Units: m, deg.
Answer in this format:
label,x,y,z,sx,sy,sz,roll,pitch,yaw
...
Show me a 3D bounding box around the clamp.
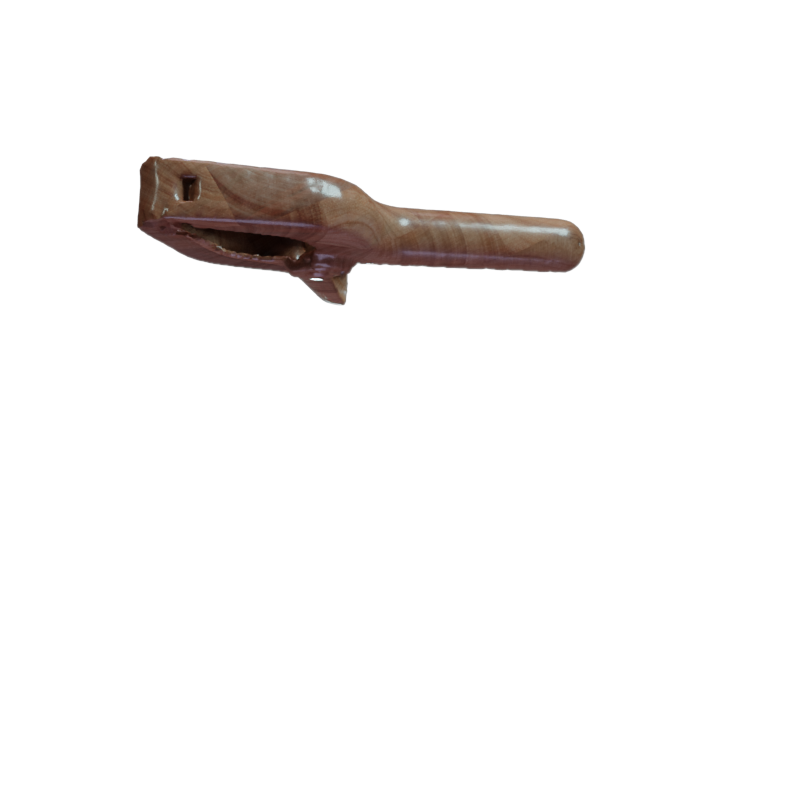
label,x,y,z,sx,sy,sz,roll,pitch,yaw
clamp,-0.041,-0.074,0.521,0.200,0.037,0.168,5,-8,-41
